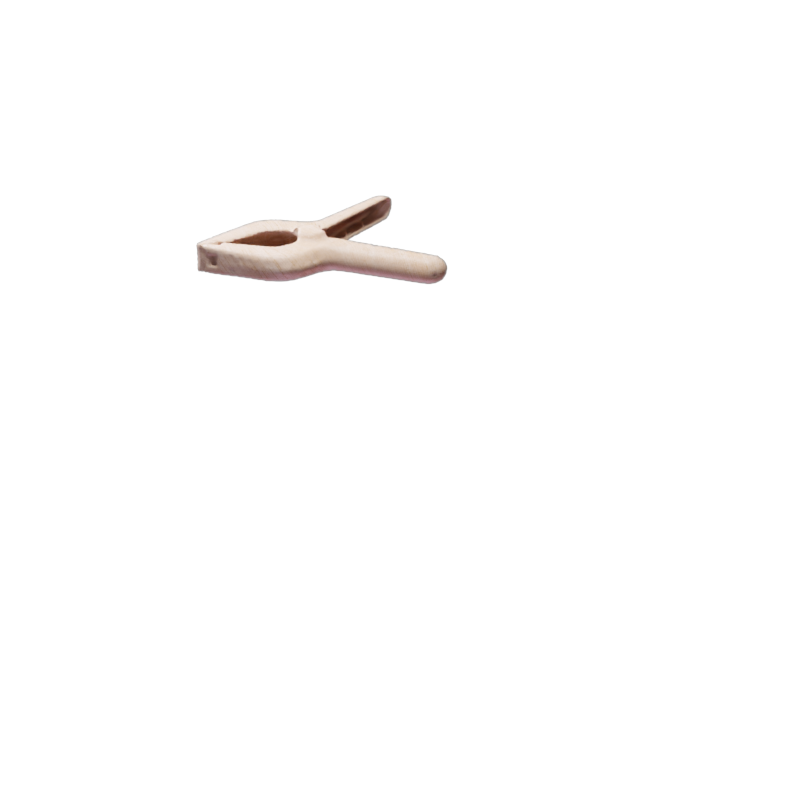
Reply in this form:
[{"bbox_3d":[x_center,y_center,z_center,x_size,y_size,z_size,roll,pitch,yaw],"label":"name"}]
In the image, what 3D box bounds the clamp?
[{"bbox_3d":[-0.078,-0.143,0.999,0.208,0.034,0.175,-4,29,-8],"label":"clamp"}]
